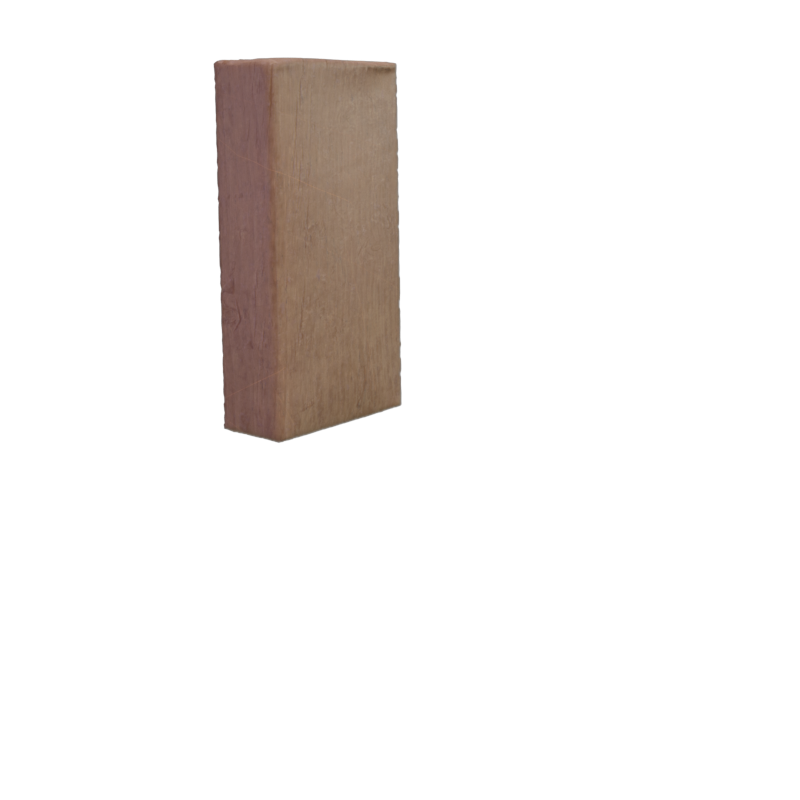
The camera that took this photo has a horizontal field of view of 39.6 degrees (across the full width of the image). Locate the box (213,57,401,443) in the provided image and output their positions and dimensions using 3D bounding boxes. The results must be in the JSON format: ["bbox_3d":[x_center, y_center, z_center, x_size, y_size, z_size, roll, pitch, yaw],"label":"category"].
[{"bbox_3d":[-0.042,-0.077,0.542,0.050,0.173,0.091,8,12,40],"label":"box"}]
